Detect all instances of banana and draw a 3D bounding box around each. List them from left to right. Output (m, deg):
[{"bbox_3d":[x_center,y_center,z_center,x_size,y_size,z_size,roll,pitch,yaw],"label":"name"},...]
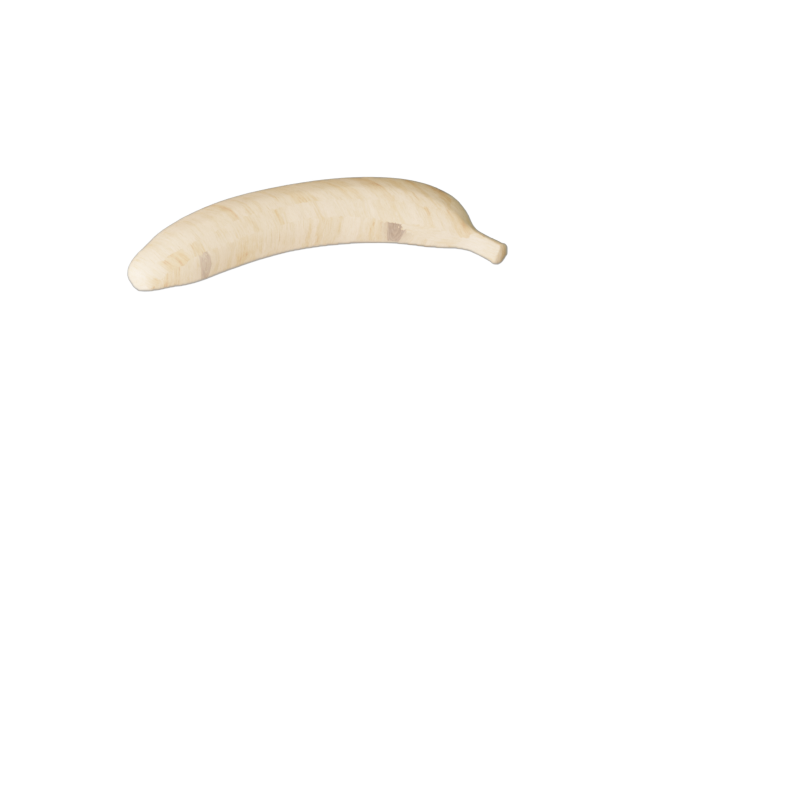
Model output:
[{"bbox_3d":[-0.046,-0.091,0.583,0.195,0.035,0.075,-8,30,-13],"label":"banana"}]
